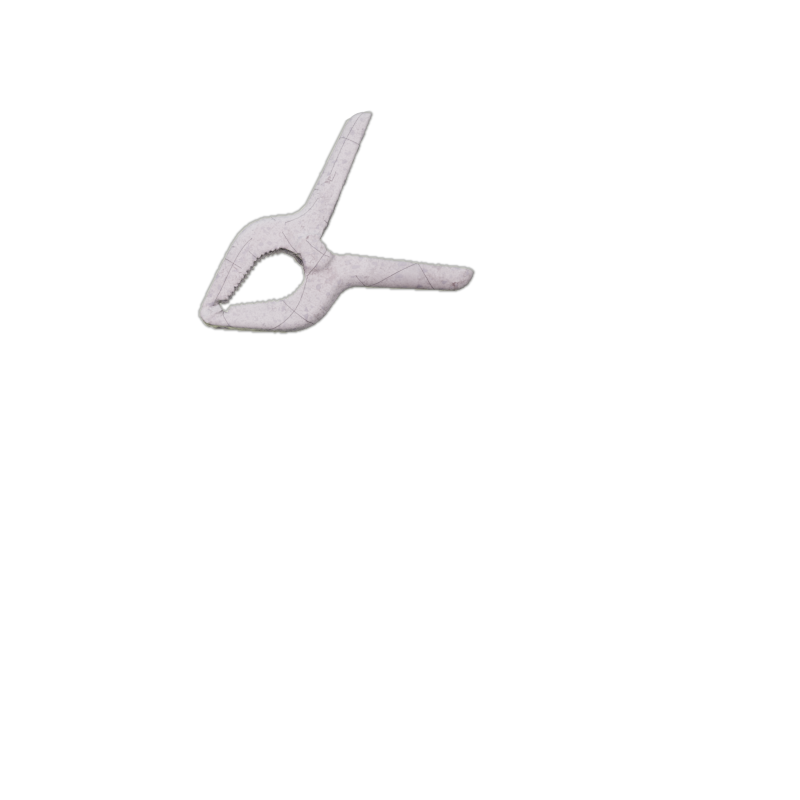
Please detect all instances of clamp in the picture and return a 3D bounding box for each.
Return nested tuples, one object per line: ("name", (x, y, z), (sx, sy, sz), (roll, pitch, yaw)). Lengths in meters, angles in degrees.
("clamp", (-0.069, -0.125, 0.877), (0.209, 0.170, 0.035), (-24, -12, -6))
